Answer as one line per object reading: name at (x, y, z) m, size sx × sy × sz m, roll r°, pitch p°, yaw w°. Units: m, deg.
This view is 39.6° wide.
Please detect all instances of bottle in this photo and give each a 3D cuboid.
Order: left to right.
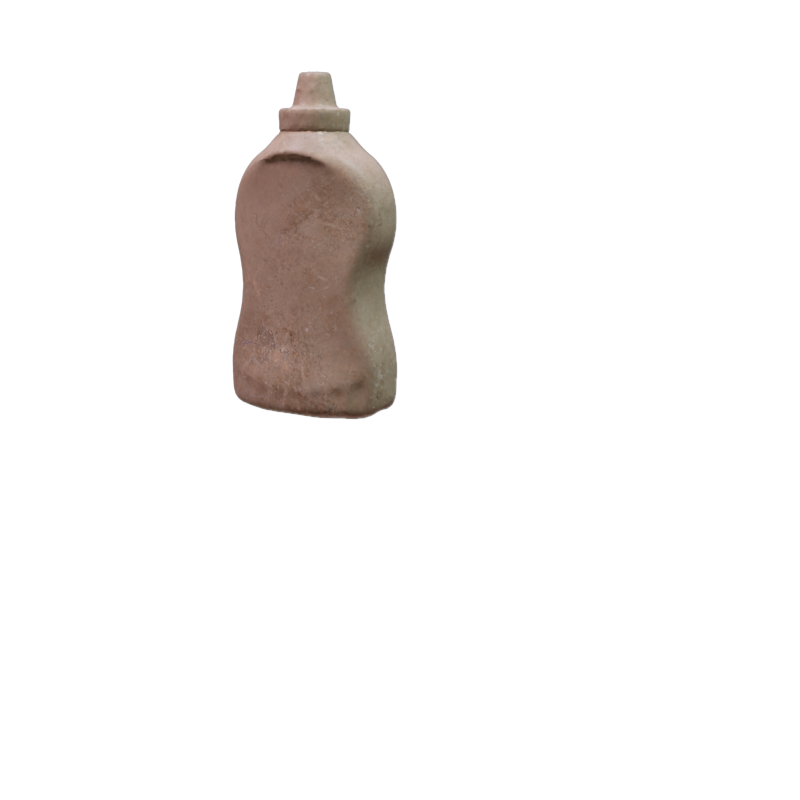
bottle at (-0.049, -0.091, 0.634) m, size 0.100 × 0.189 × 0.057 m, roll 5°, pitch 7°, yaw 31°
